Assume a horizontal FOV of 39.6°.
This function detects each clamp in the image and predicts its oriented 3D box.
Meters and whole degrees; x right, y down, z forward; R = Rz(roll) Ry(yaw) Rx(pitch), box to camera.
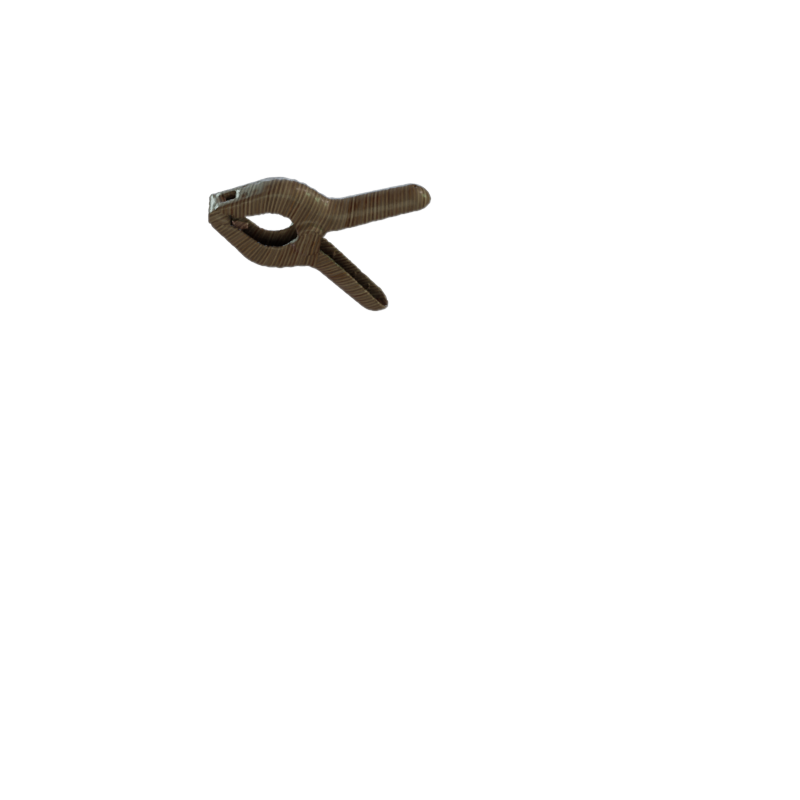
[{"bbox_3d":[-0.069,-0.126,0.883,0.170,0.114,0.042,7,30,-4],"label":"clamp"}]
